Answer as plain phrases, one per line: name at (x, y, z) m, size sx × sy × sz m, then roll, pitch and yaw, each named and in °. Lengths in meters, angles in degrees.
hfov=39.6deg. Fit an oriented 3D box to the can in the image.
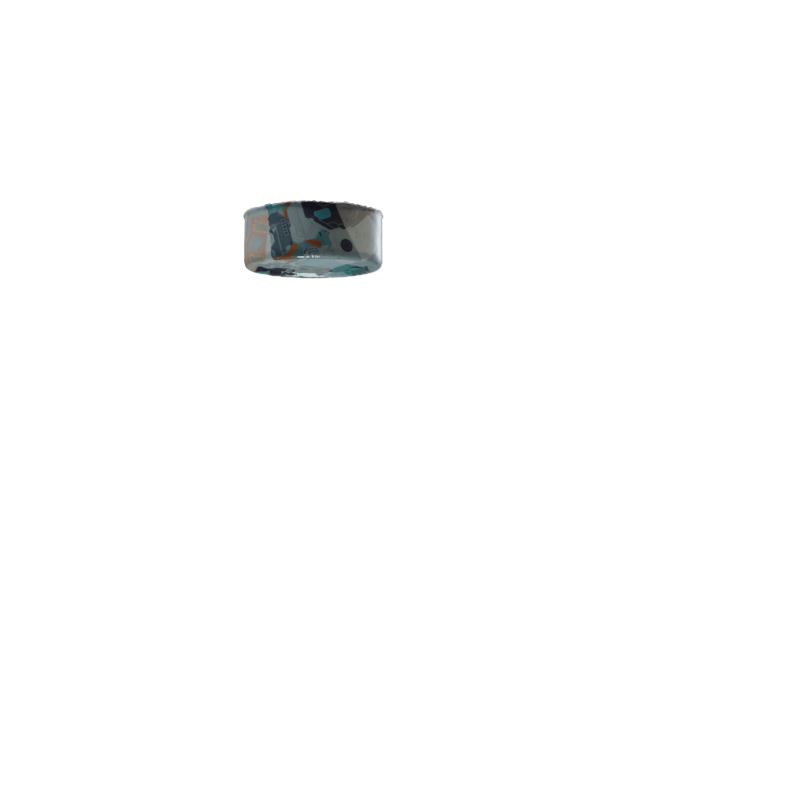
can at (-0.053, -0.097, 0.676) m, size 0.086 × 0.034 × 0.085 m, roll 0°, pitch -3°, yaw -2°
